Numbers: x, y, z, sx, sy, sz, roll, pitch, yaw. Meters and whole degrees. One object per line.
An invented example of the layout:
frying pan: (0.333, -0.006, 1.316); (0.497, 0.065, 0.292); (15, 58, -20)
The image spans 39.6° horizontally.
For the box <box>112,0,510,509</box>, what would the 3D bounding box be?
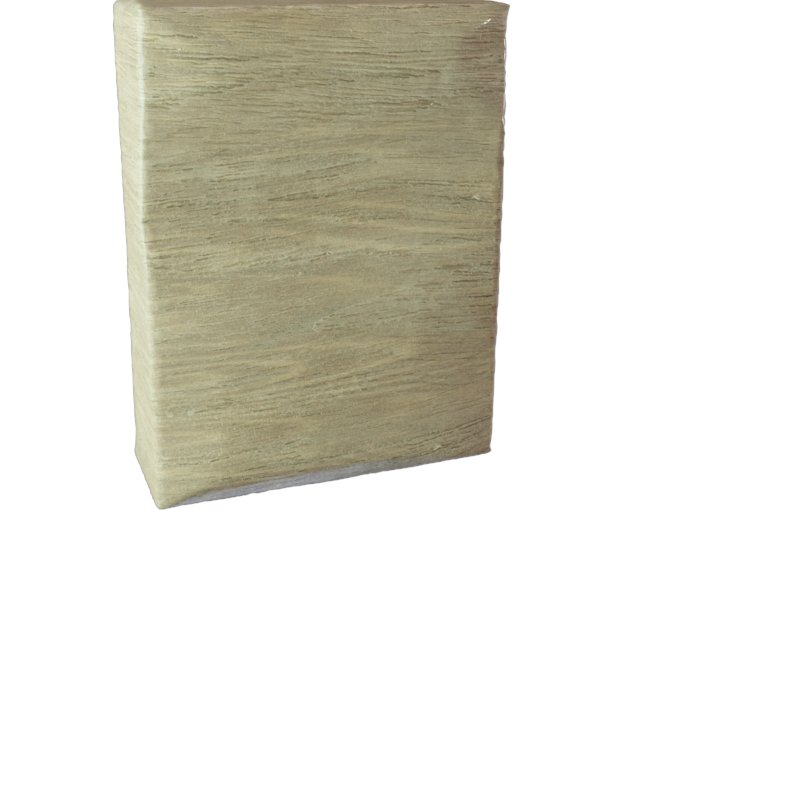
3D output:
box: (-0.039, -0.071, 0.498); (0.161, 0.206, 0.076); (-6, 17, -19)
